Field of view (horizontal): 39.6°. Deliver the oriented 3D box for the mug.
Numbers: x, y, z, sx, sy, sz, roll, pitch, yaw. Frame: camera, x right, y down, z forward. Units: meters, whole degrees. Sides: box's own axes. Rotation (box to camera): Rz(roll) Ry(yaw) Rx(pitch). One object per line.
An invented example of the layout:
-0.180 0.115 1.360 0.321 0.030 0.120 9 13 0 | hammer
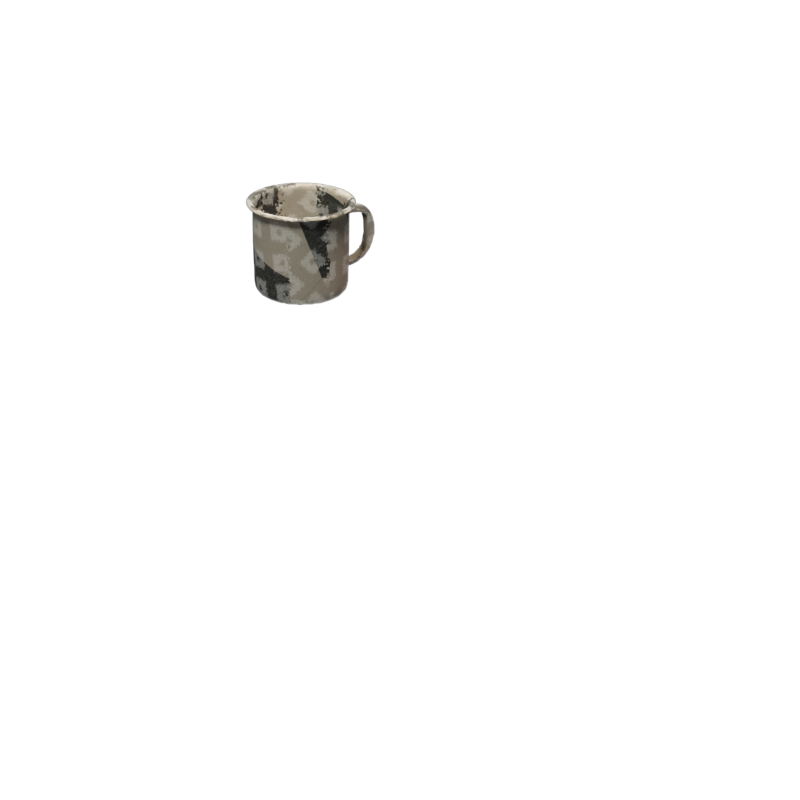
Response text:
-0.075 -0.136 0.954 0.115 0.077 0.100 -15 31 -28 | mug
